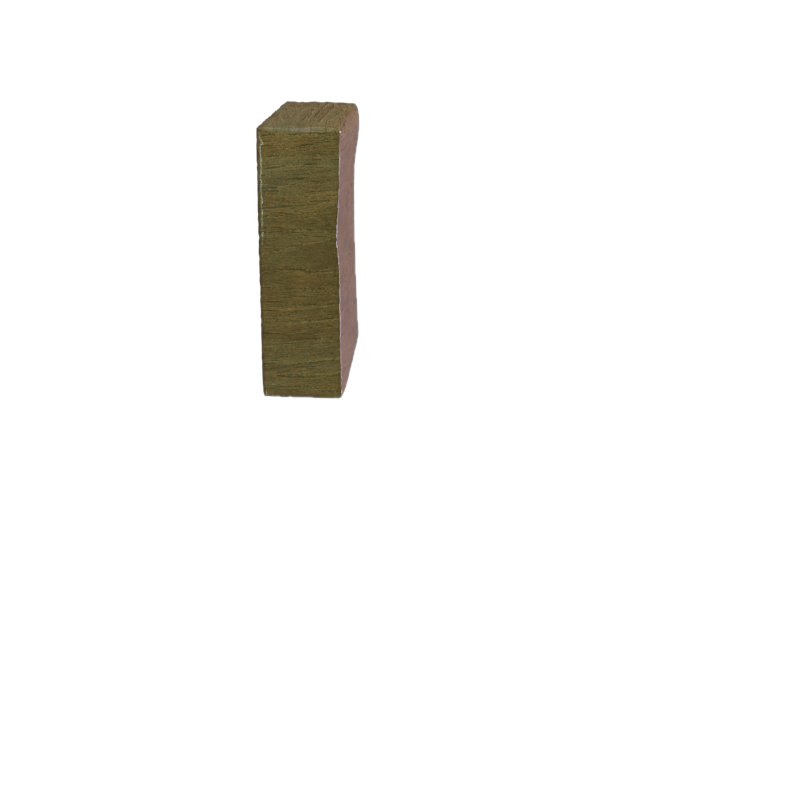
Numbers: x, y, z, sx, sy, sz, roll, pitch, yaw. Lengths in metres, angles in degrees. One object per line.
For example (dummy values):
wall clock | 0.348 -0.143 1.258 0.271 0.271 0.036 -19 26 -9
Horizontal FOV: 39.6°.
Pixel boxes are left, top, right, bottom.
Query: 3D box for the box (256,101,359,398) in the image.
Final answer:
box | -0.071 -0.130 0.913 0.072 0.206 0.170 2 17 2
